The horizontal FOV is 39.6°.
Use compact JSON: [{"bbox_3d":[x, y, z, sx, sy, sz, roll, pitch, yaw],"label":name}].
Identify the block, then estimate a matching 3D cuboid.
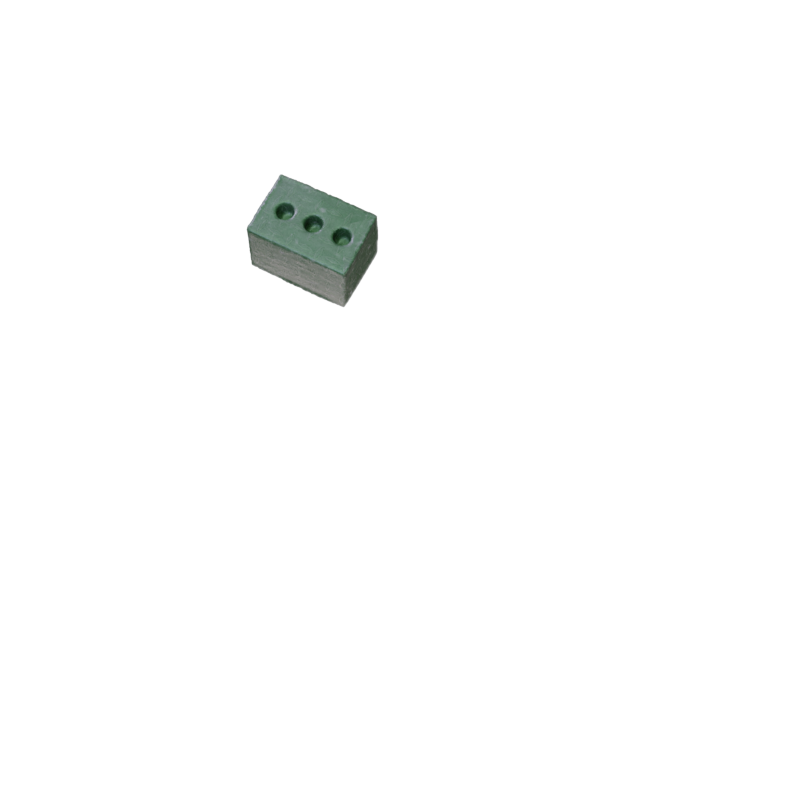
[{"bbox_3d":[-0.061,-0.111,0.774,0.080,0.054,0.048,24,-25,11],"label":"block"}]
